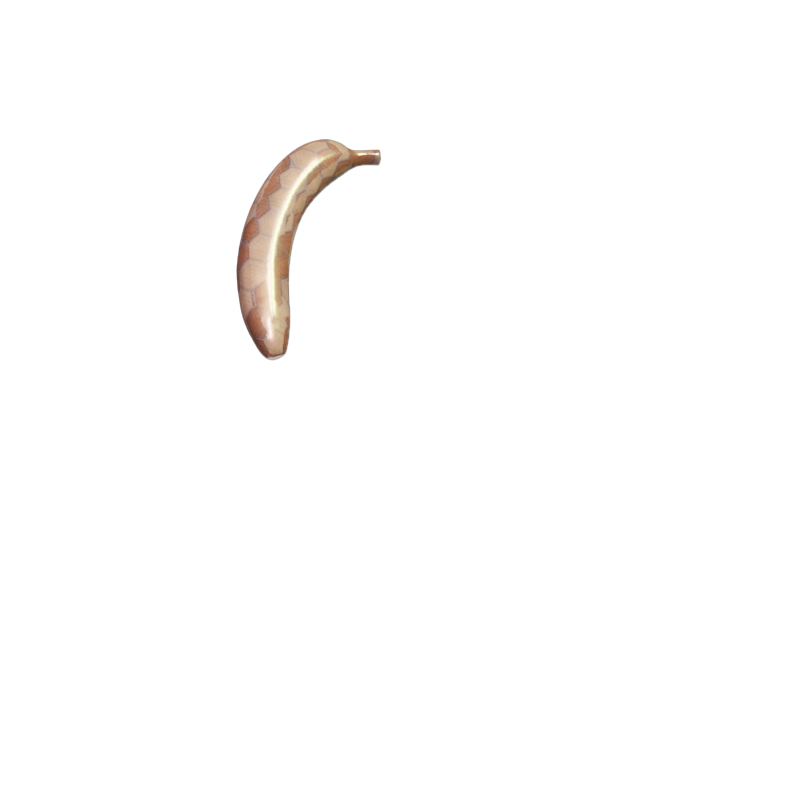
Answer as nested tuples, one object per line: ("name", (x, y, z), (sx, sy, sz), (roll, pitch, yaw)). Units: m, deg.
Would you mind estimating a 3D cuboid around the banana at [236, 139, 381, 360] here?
("banana", (-0.078, -0.122, 0.793), (0.071, 0.206, 0.034), (18, -30, 9))
